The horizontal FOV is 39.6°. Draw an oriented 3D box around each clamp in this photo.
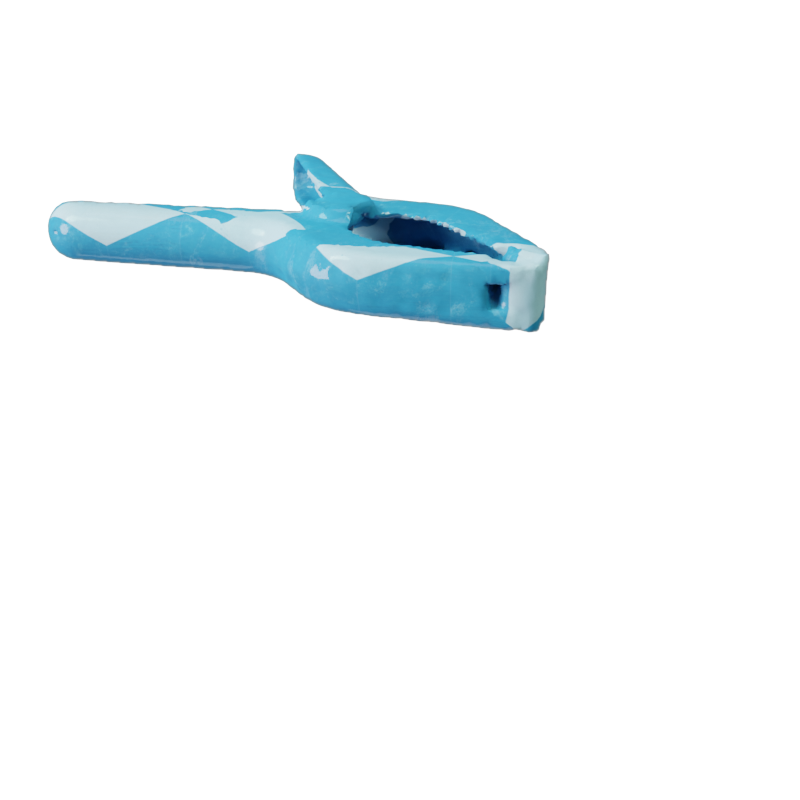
[{"bbox_3d":[-0.037,-0.067,0.469,0.162,0.035,0.224,-20,31,-37],"label":"clamp"}]
